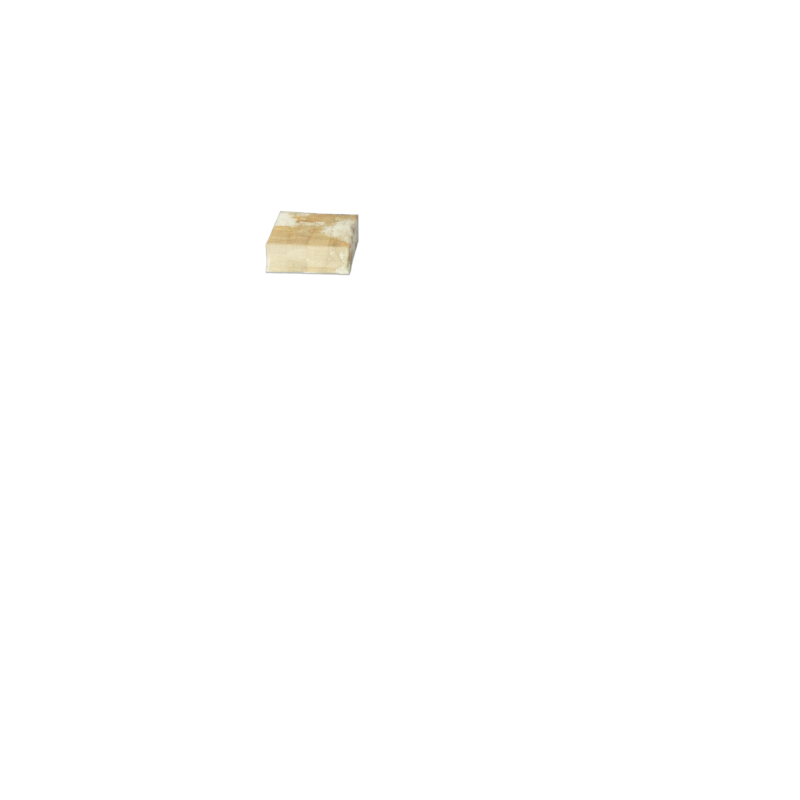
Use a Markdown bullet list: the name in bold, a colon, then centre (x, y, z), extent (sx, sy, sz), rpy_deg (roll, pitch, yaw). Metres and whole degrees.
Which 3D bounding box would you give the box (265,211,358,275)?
- **box**: centre (-0.076, -0.139, 0.973), extent (0.074, 0.029, 0.093), rpy_deg (2, 26, 4)
